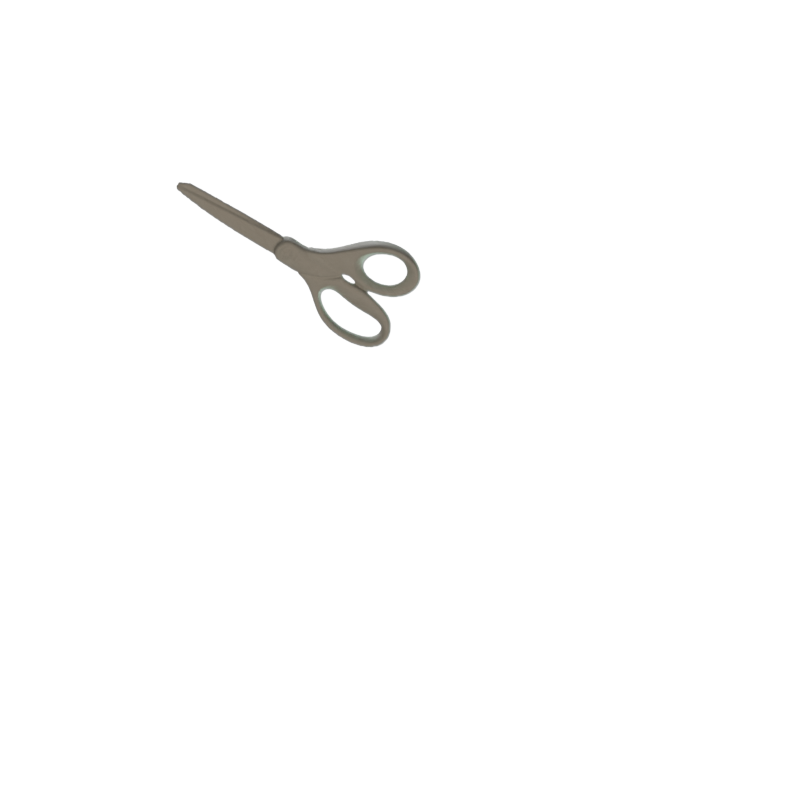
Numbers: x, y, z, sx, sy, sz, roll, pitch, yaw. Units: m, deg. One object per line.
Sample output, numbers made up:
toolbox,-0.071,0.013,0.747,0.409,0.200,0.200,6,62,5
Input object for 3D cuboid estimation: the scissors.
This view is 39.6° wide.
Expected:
scissors,-0.066,-0.120,0.838,0.095,0.192,0.017,-38,20,17
